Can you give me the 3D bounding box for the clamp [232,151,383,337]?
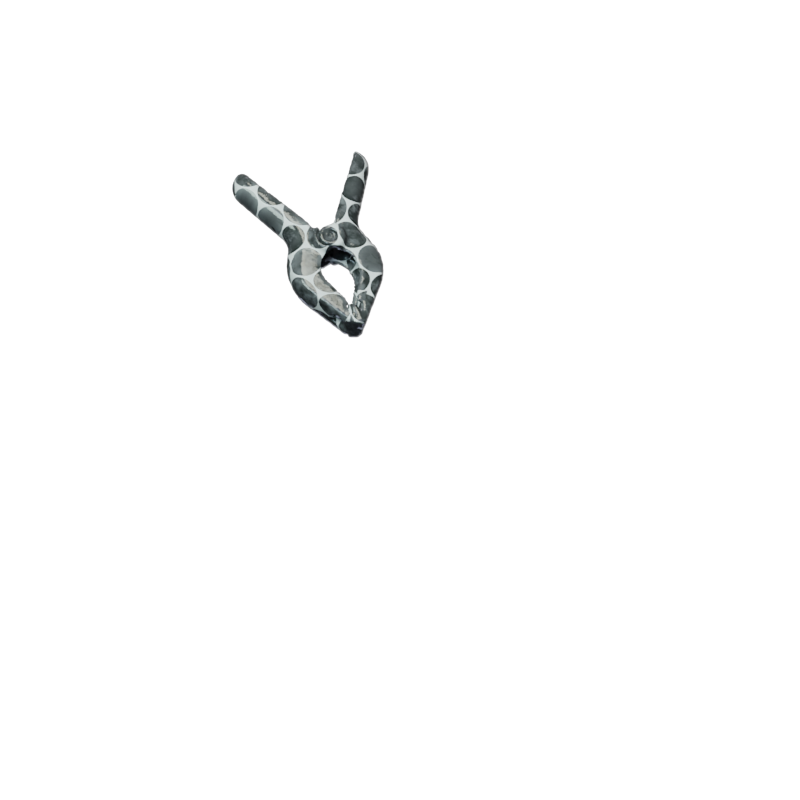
[{"bbox_3d":[-0.072,-0.131,0.921,0.119,0.184,0.037,-9,-30,-6],"label":"clamp"}]
